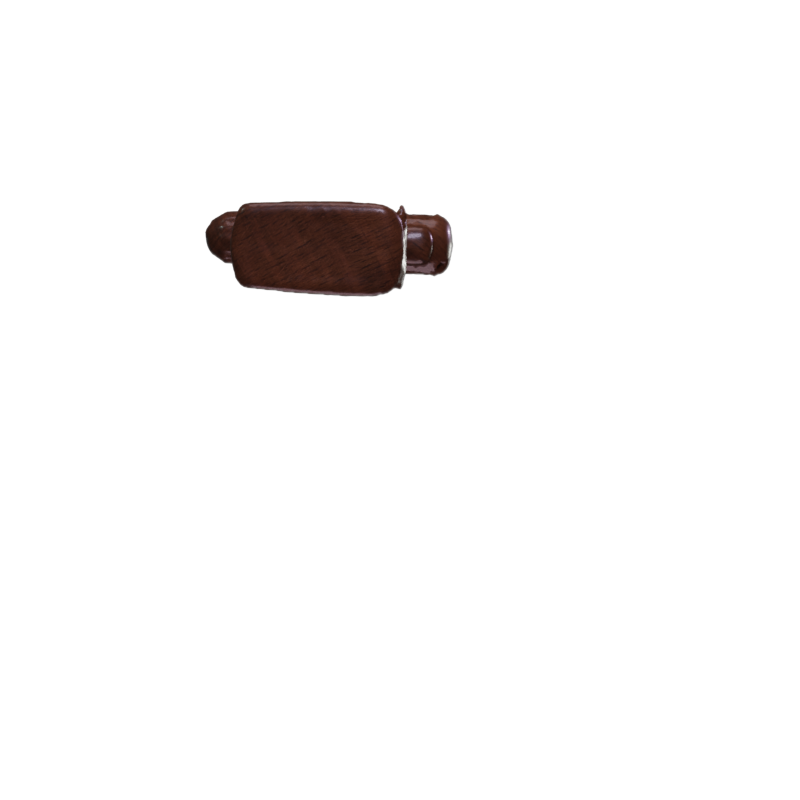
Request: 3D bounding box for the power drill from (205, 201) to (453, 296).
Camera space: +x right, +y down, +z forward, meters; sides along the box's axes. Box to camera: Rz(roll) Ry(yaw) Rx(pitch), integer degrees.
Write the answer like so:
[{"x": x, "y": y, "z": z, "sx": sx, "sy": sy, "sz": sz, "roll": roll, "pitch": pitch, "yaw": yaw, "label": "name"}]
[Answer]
[{"x": -0.059, "y": -0.108, "z": 0.755, "sx": 0.186, "sy": 0.056, "sz": 0.189, "roll": 1, "pitch": 10, "yaw": 6, "label": "power drill"}]
